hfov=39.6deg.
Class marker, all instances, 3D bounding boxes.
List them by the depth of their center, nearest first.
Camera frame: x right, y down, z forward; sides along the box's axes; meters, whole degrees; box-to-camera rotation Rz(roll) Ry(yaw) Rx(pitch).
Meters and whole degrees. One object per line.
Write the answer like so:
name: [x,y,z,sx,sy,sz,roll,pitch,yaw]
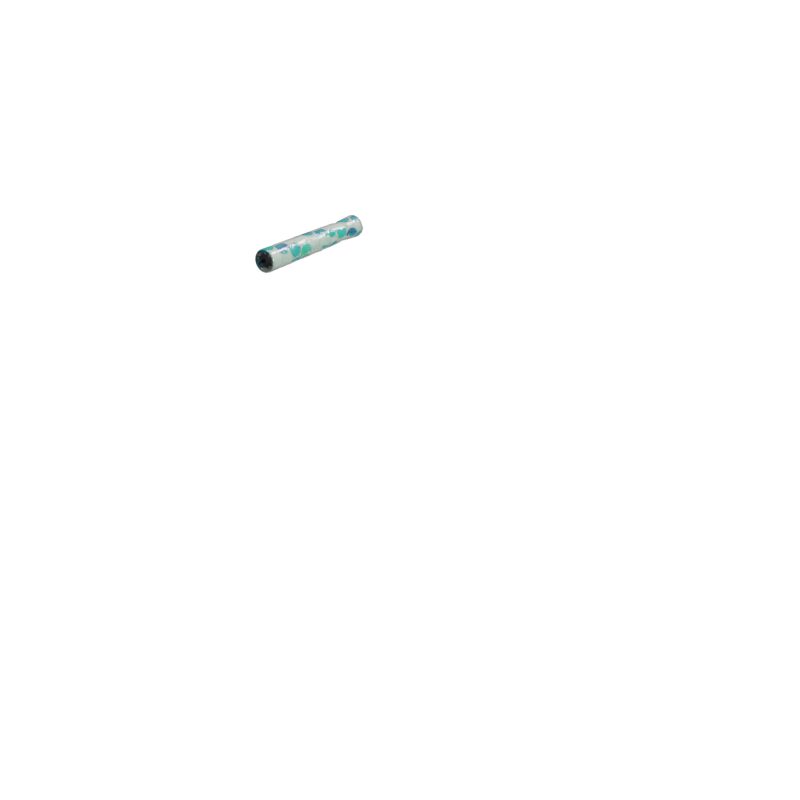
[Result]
marker: [-0.069,-0.125,0.877,0.020,0.019,0.120,3,22,36]
